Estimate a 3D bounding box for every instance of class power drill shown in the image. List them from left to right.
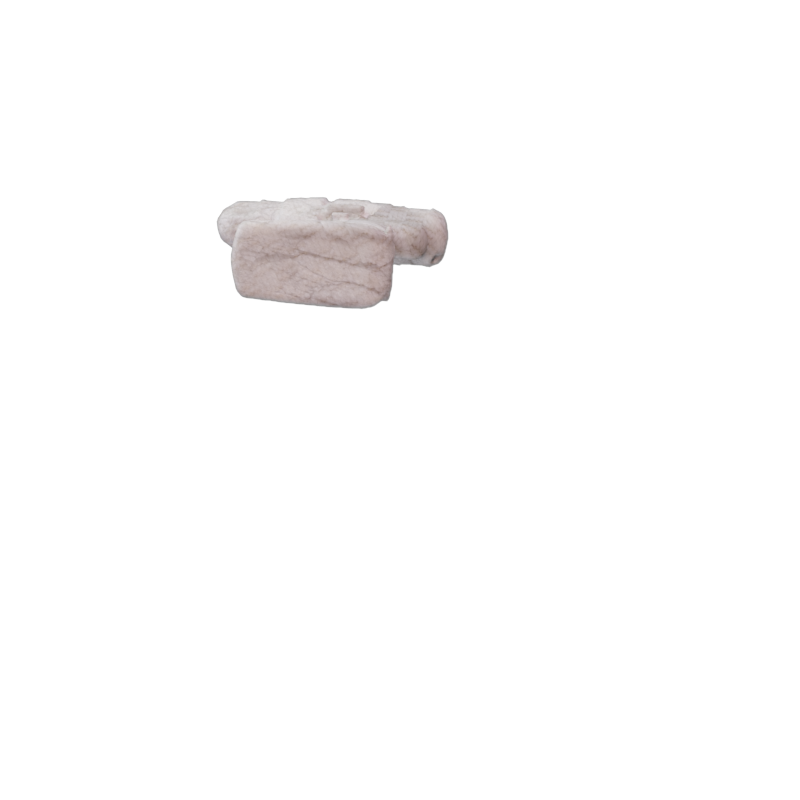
[{"bbox_3d":[-0.063,-0.116,0.810,0.187,0.056,0.191,3,17,9],"label":"power drill"}]
